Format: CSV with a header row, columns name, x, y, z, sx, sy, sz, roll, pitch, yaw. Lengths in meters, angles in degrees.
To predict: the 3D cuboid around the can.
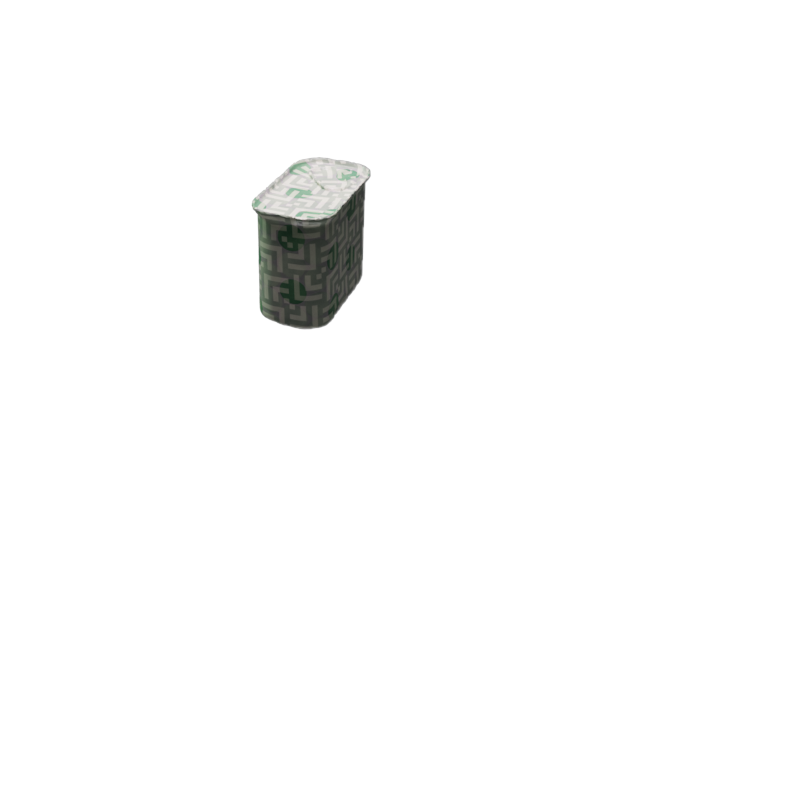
name,x,y,z,sx,sy,sz,roll,pitch,yaw
can,-0.059,-0.109,0.760,0.059,0.079,0.105,10,32,15
